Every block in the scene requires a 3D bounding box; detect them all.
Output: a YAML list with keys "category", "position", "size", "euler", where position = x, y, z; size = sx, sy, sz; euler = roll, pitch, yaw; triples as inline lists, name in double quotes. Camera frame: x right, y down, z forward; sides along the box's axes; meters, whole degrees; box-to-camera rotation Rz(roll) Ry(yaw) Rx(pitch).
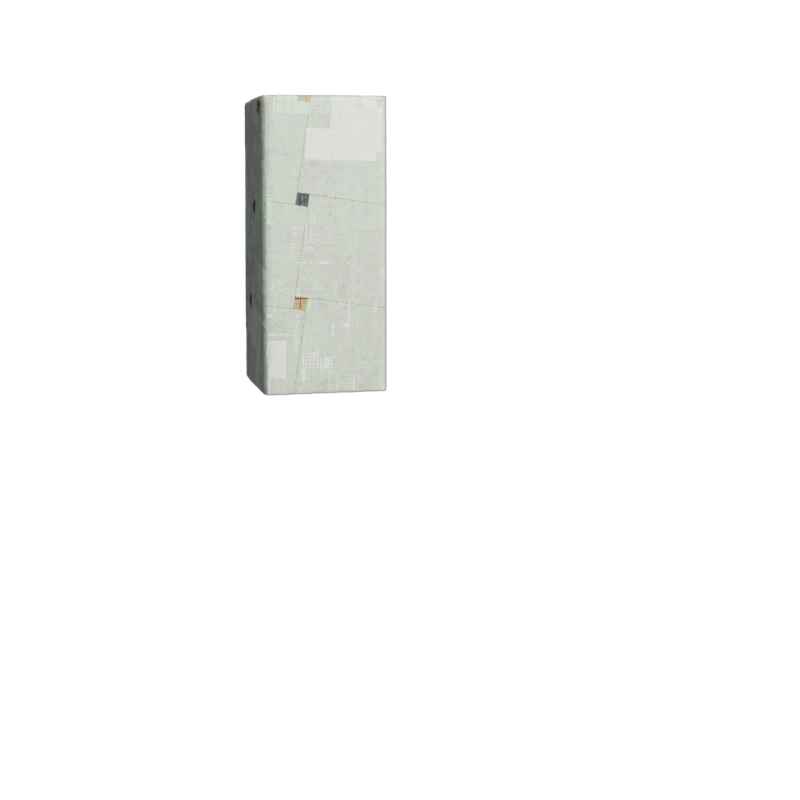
- category: "block"
  position: [-0.063, -0.115, 0.804]
  size: [0.089, 0.204, 0.093]
  euler: [-1, 4, -14]
